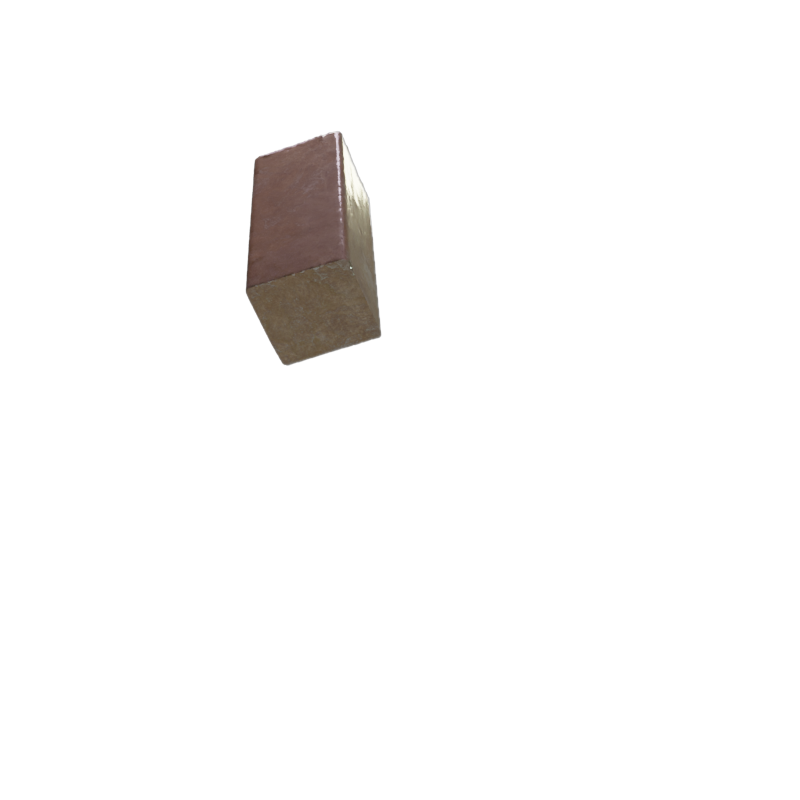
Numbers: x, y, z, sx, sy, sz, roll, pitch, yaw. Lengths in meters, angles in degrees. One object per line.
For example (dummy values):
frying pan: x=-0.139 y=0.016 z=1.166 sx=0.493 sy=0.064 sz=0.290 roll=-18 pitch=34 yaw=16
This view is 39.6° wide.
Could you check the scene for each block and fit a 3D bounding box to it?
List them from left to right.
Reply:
block: x=-0.078 y=-0.141 z=0.987 sx=0.091 sy=0.083 sz=0.221 roll=-17 pitch=39 yaw=10
